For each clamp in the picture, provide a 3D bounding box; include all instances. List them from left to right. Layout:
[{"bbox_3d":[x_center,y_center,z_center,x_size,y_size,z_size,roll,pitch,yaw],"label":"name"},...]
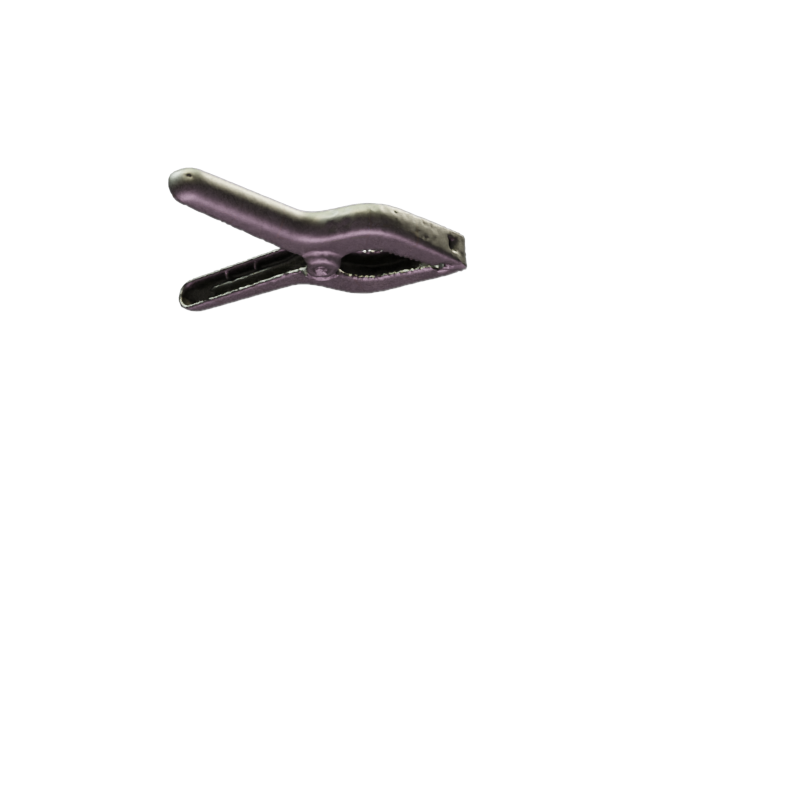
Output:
[{"bbox_3d":[-0.059,-0.108,0.759,0.210,0.039,0.155,-1,-24,2],"label":"clamp"}]
